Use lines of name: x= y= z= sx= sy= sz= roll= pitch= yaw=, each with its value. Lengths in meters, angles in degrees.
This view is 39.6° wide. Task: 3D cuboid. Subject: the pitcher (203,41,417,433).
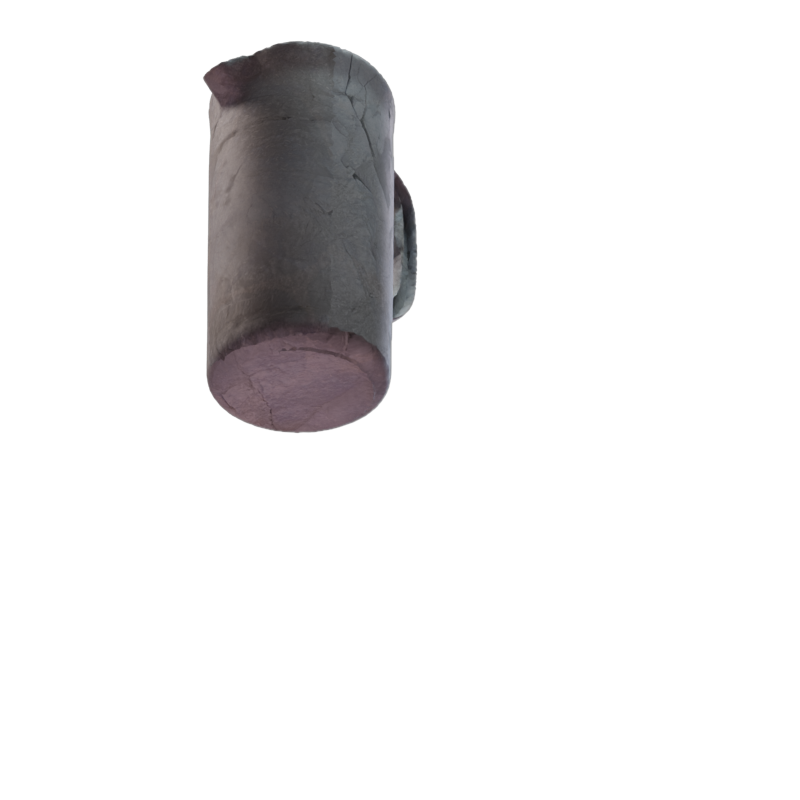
pitcher: x=-0.057 y=-0.103 z=0.722 sx=0.149 sy=0.260 sz=0.135 roll=-1 pitch=-37 yaw=-2
